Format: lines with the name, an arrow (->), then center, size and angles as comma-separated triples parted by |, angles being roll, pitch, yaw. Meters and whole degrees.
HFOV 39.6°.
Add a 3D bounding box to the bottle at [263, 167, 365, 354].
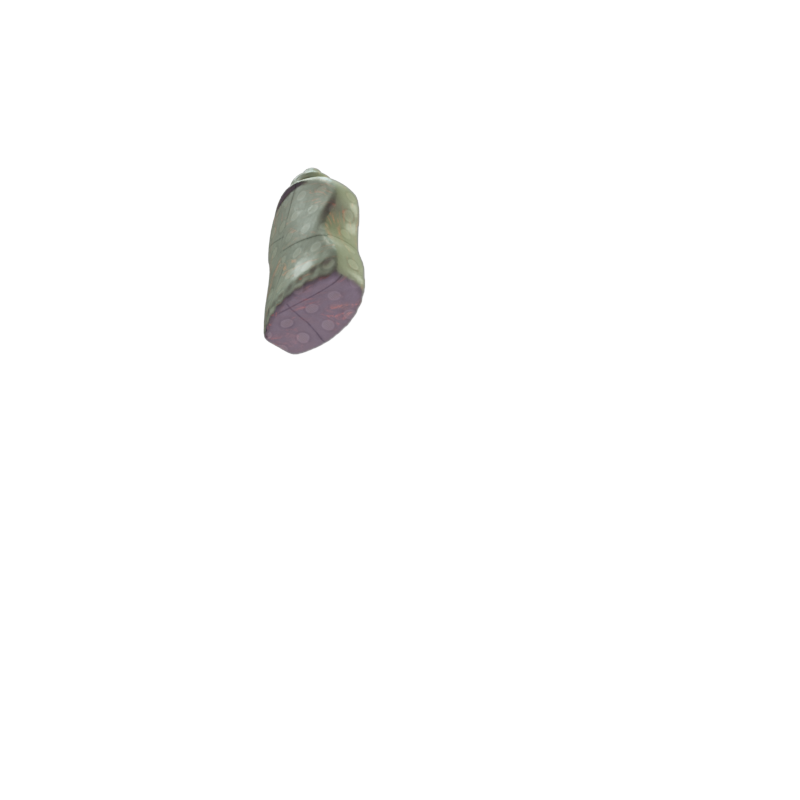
bottle -> -0.075, -0.135, 0.947 | 0.055, 0.206, 0.094 | 29, -54, -28
